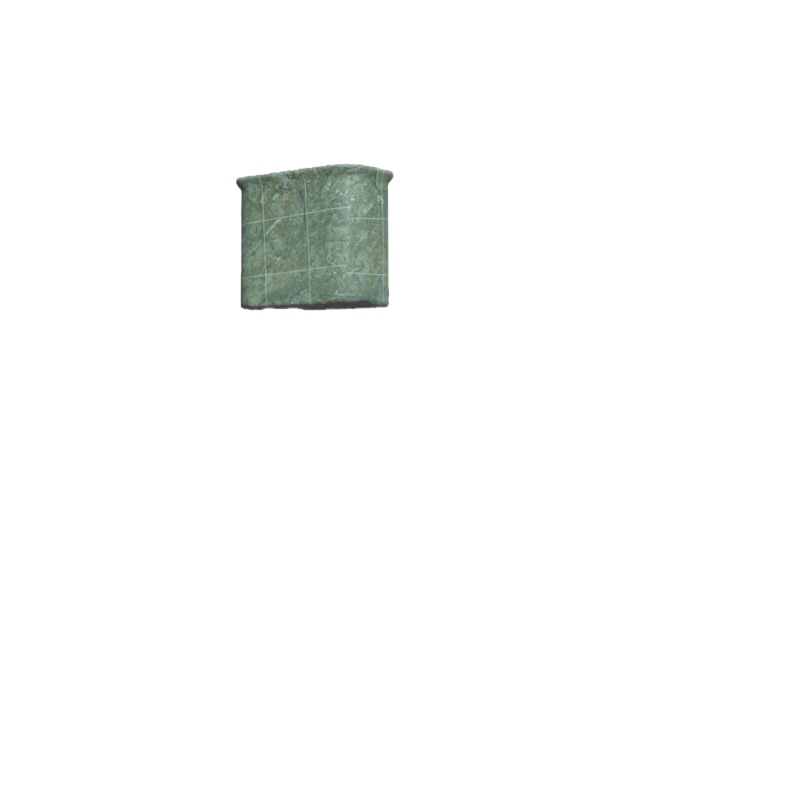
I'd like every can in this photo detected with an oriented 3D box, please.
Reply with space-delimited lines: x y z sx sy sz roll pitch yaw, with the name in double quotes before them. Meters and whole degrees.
"can" -0.054 -0.100 0.697 0.105 0.085 0.055 -1 -4 36
